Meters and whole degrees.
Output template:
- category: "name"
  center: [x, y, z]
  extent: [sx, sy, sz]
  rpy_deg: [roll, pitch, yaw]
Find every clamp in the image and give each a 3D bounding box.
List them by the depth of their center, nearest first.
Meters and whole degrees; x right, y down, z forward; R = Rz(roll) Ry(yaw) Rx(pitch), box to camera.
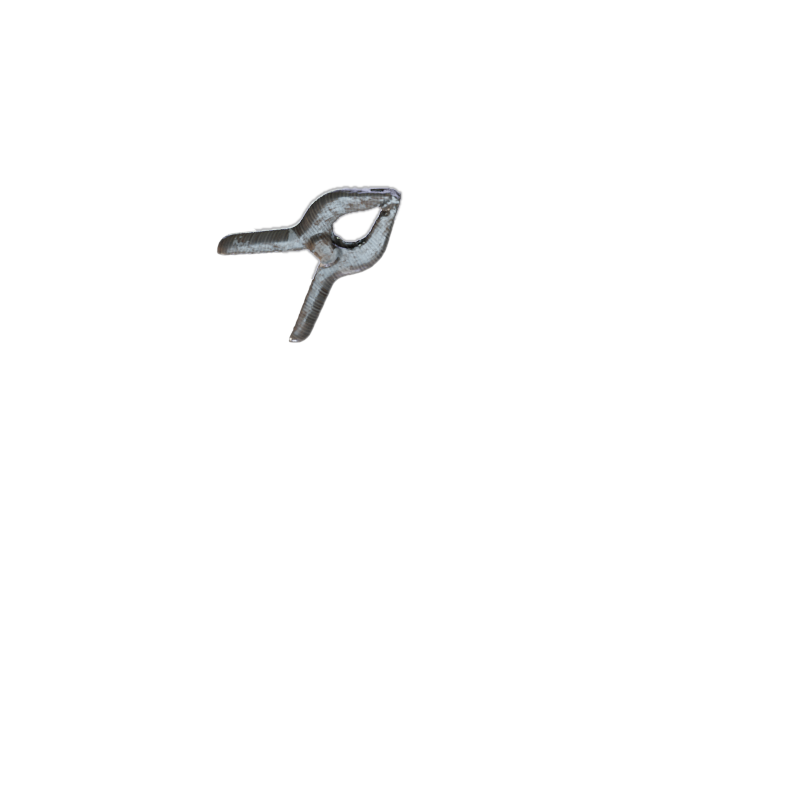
- category: "clamp"
  center: [-0.078, -0.142, 0.997]
  extent: [0.116, 0.170, 0.041]
  rpy_deg: [43, 16, -16]
